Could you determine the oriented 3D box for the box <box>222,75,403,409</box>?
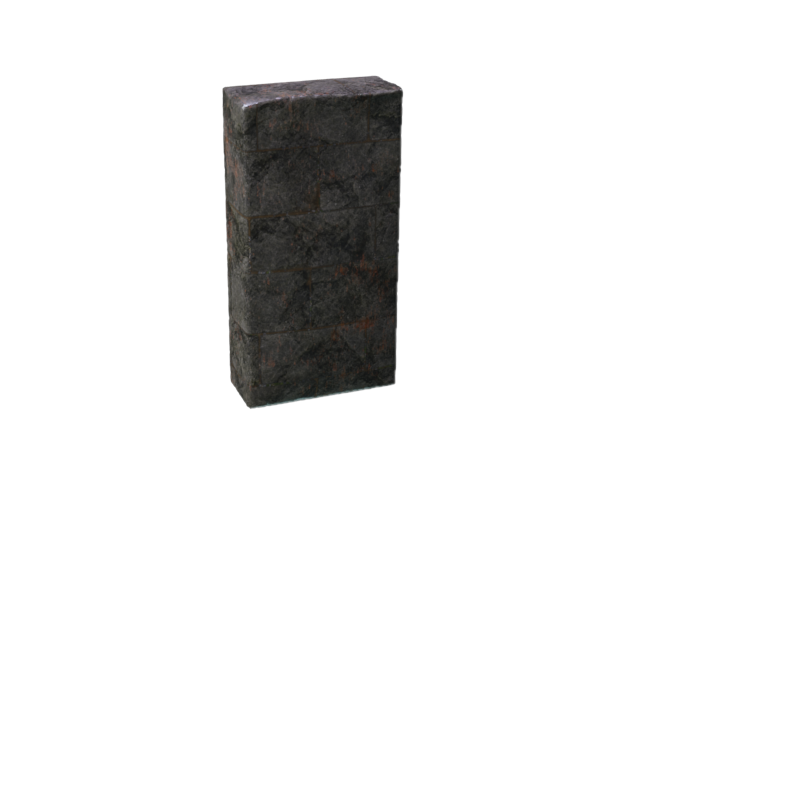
[{"bbox_3d":[-0.049,-0.088,0.619,0.092,0.167,0.051,-8,25,-21],"label":"box"}]
